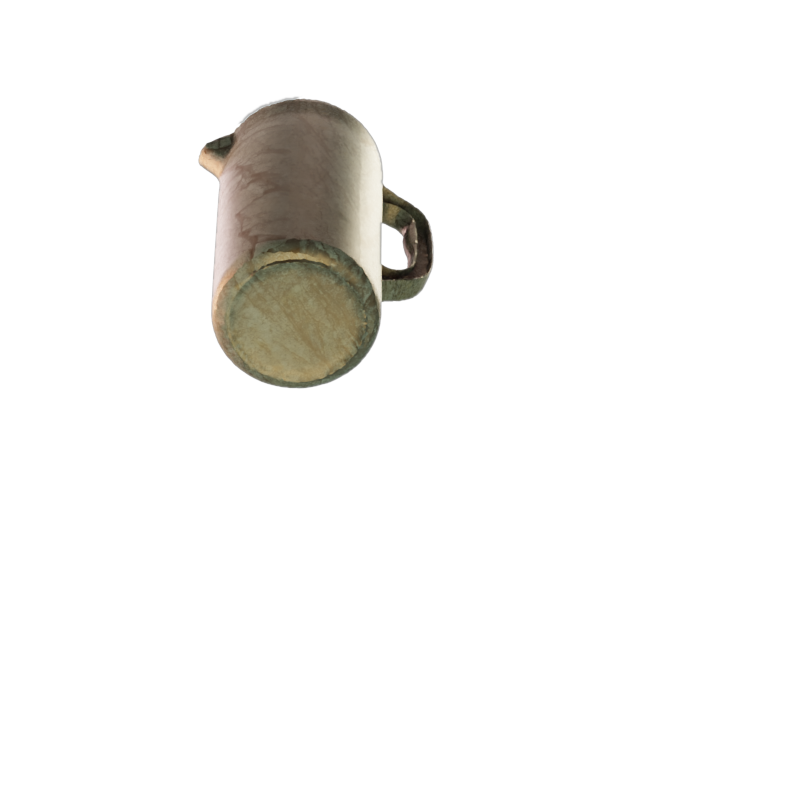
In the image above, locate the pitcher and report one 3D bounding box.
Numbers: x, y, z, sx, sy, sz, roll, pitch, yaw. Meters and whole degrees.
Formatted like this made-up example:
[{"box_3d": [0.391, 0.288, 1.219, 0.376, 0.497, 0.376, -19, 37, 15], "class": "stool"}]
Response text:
[{"box_3d": [-0.063, -0.114, 0.799, 0.149, 0.136, 0.259, -22, 31, 10], "class": "pitcher"}]
